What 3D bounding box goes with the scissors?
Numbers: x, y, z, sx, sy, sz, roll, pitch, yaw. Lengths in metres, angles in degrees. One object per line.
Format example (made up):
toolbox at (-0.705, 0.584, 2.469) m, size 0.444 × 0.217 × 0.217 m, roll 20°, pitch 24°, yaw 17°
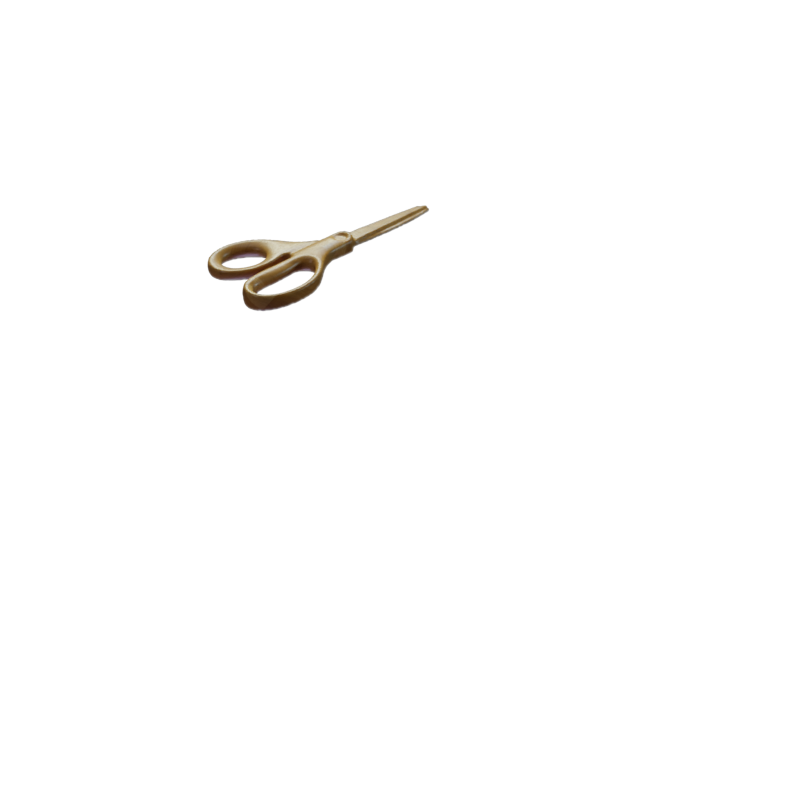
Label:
scissors at (-0.066, -0.120, 0.843) m, size 0.101 × 0.015 × 0.205 m, roll 17°, pitch 36°, yaw 24°
